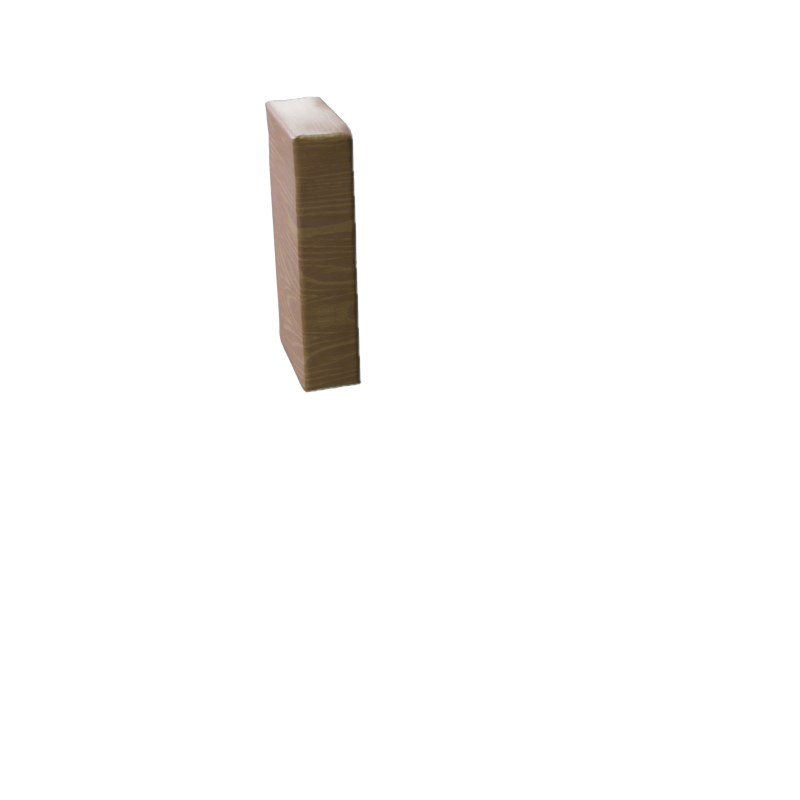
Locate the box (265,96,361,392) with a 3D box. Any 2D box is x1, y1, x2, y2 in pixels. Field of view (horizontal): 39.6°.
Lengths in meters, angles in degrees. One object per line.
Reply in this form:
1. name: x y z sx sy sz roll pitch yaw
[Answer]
1. box: -0.058 -0.106 0.741 0.047 0.167 0.100 -5 26 -15
